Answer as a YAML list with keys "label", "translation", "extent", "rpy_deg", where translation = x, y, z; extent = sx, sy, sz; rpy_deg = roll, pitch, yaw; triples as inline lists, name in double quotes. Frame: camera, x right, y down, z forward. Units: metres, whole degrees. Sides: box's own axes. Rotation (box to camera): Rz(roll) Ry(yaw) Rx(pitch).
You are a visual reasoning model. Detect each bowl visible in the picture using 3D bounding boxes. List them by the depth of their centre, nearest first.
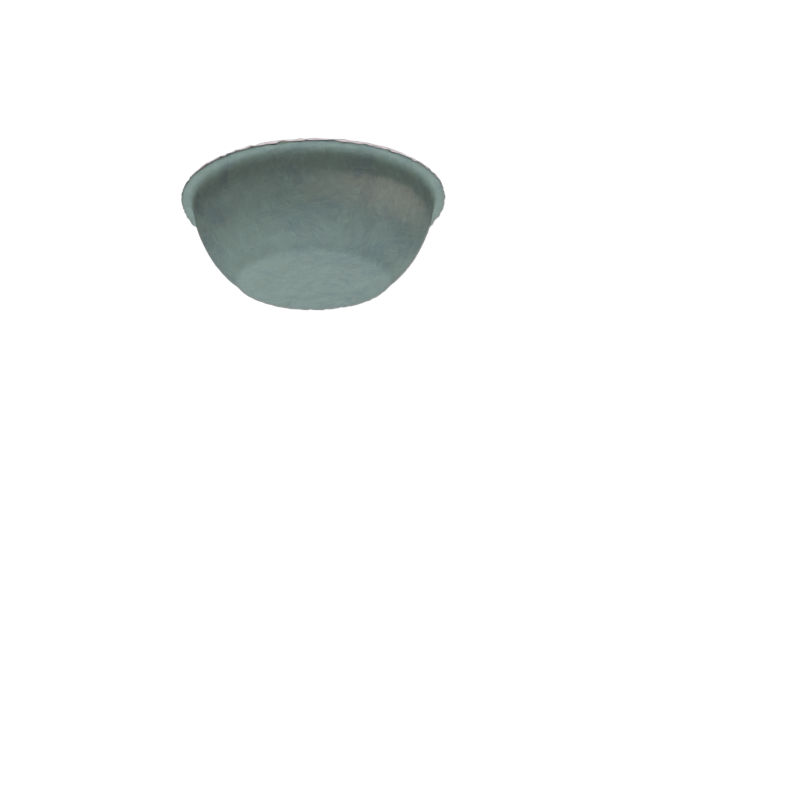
- label: "bowl"
  translation: [-0.052, -0.095, 0.669]
  extent: [0.162, 0.058, 0.155]
  rpy_deg: [0, -18, -2]
